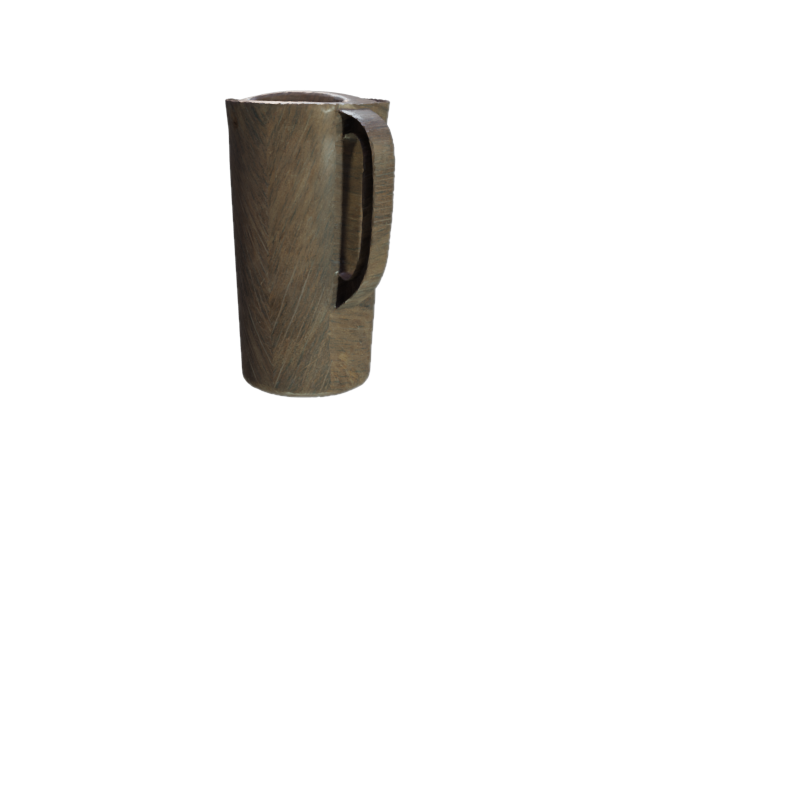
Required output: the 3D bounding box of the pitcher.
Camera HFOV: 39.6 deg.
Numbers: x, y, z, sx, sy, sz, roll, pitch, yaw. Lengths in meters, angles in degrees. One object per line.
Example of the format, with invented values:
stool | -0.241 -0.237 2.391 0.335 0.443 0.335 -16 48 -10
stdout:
pitcher | -0.071 -0.129 0.902 0.147 0.237 0.151 2 12 8
